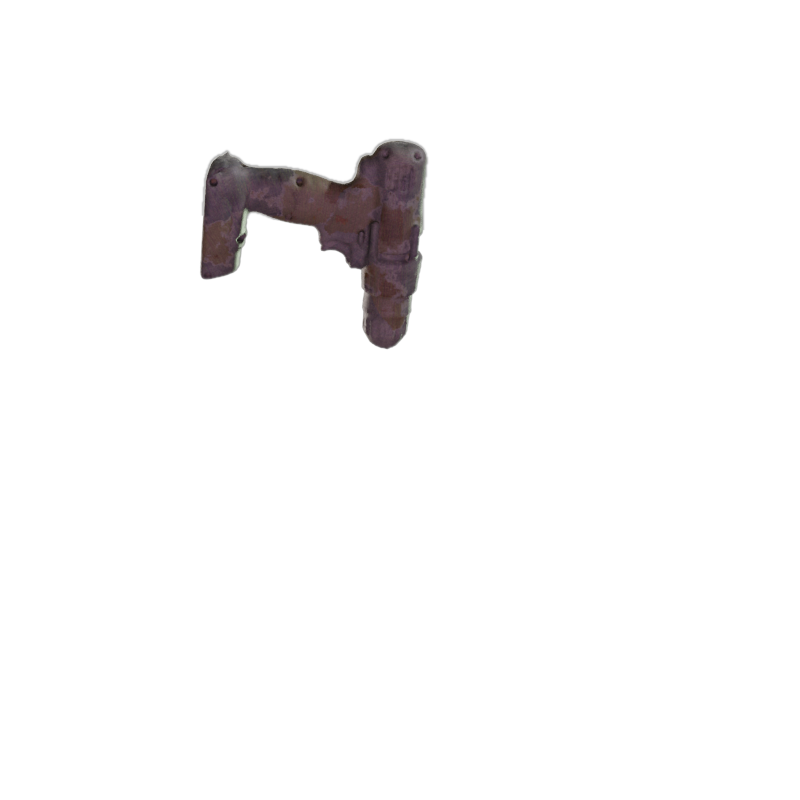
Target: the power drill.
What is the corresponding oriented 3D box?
[{"bbox_3d":[-0.074,-0.135,0.944,0.187,0.177,0.060,4,19,-2],"label":"power drill"}]
